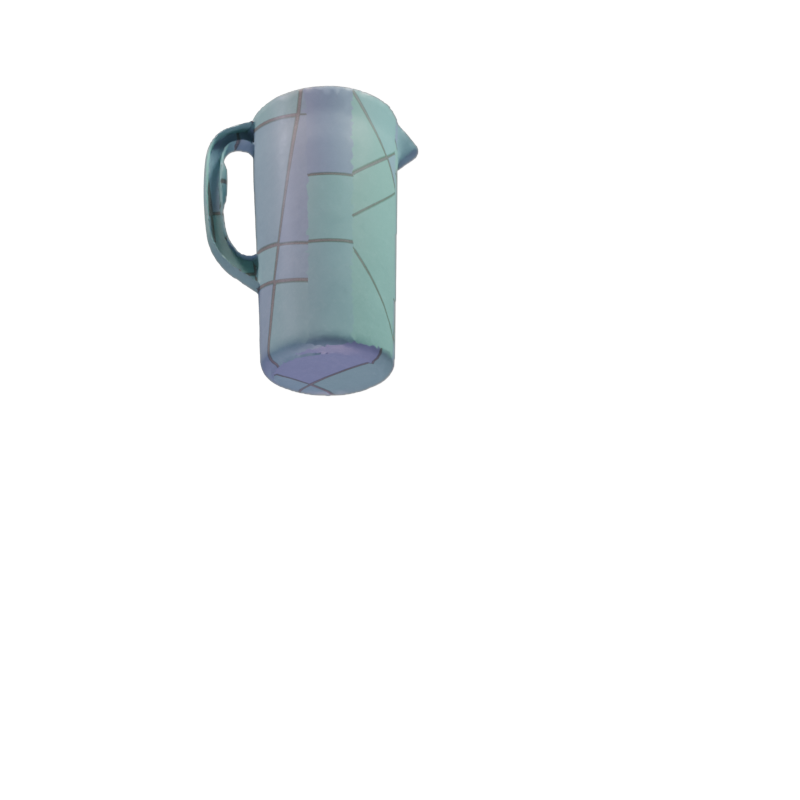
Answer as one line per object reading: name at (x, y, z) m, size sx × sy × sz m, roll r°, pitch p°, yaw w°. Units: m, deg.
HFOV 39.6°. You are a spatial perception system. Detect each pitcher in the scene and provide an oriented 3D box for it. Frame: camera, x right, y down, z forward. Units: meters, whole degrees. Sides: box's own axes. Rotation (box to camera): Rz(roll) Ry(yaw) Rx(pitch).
pitcher at (-0.073, -0.134, 0.938) m, size 0.151 × 0.258 × 0.135 m, roll -18°, pitch -30°, yaw 30°
